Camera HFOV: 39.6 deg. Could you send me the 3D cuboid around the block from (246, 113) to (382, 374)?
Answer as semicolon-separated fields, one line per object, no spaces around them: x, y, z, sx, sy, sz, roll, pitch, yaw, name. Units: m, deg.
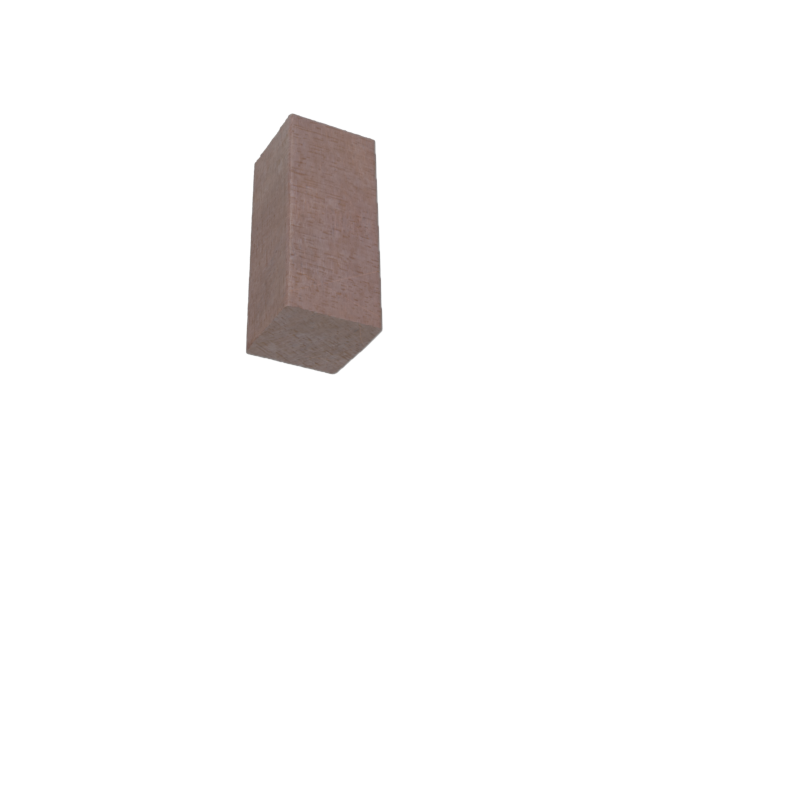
-0.078;-0.141;0.989;0.087;0.220;0.088;14;-36;-25;block
